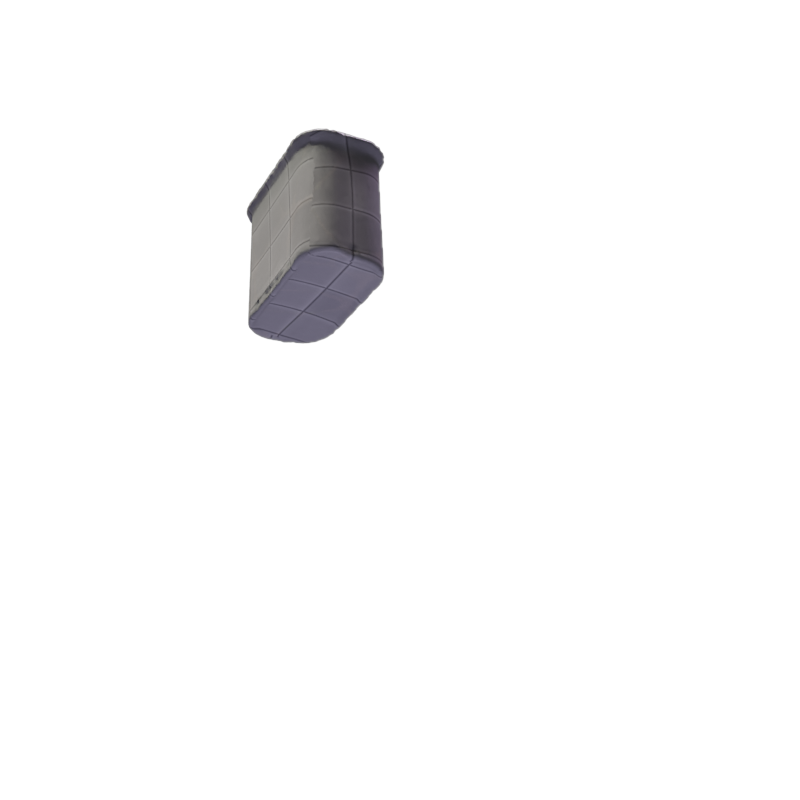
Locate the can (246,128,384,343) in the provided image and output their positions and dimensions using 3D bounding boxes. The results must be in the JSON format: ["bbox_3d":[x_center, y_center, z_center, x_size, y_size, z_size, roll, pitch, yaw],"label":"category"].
[{"bbox_3d":[-0.050,-0.091,0.639,0.055,0.089,0.099,15,-35,-24],"label":"can"}]
